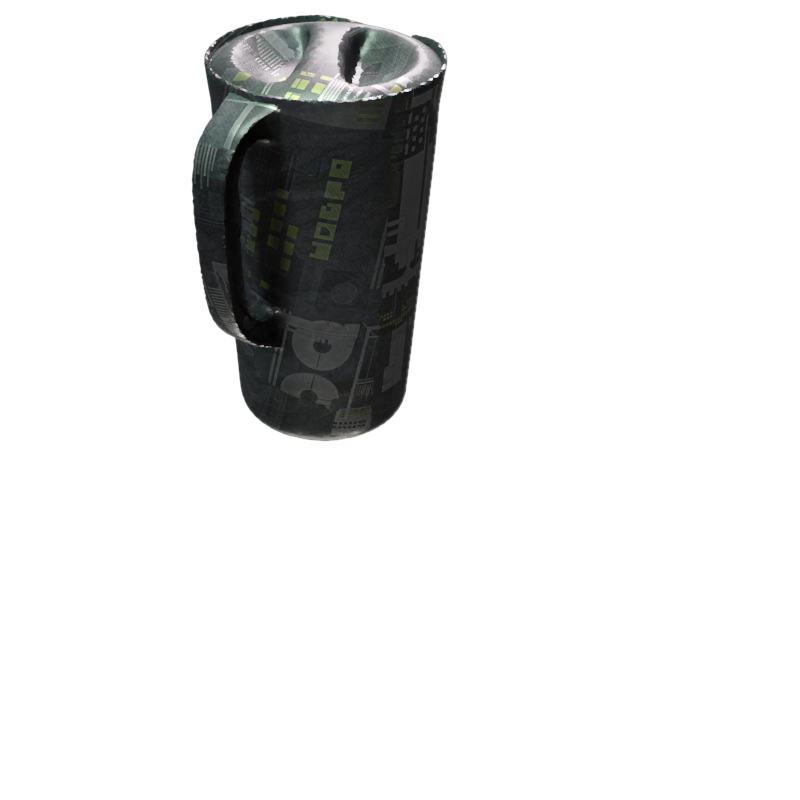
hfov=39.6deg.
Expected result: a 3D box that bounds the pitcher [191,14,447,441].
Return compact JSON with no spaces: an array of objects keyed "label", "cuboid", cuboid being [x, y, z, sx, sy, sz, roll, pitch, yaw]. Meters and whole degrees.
[{"label":"pitcher","cuboid":[-0.051,-0.094,0.658,0.147,0.228,0.156,-6,34,-12]}]
